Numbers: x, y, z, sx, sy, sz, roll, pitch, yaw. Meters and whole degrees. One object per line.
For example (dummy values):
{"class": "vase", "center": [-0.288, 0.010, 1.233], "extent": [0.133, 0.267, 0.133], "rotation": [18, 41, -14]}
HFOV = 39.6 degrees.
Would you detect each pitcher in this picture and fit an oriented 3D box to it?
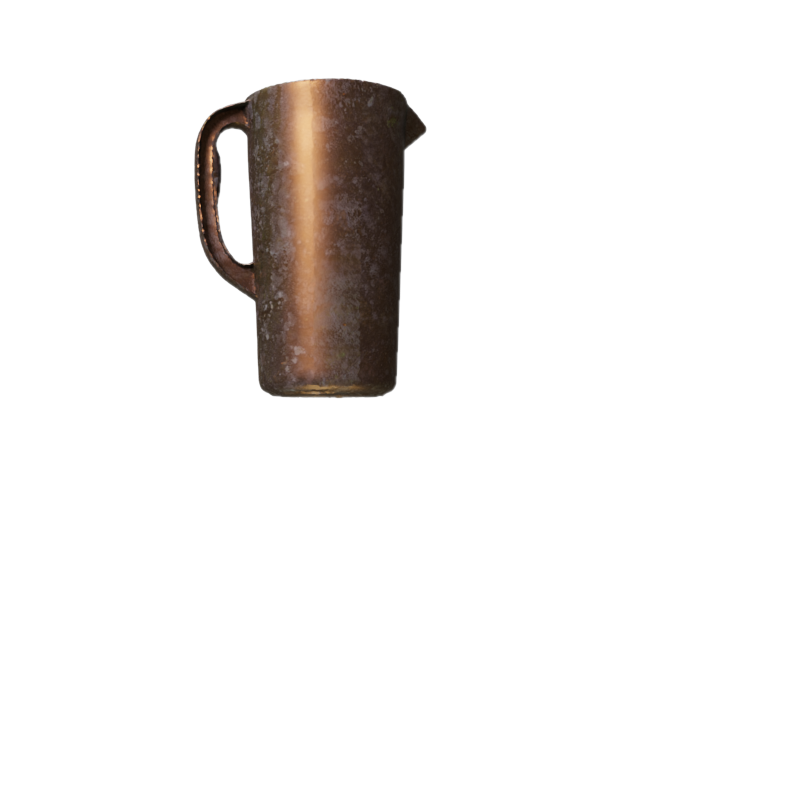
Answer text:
{"class": "pitcher", "center": [-0.069, -0.126, 0.881], "extent": [0.153, 0.249, 0.138], "rotation": [-5, -9, 29]}
